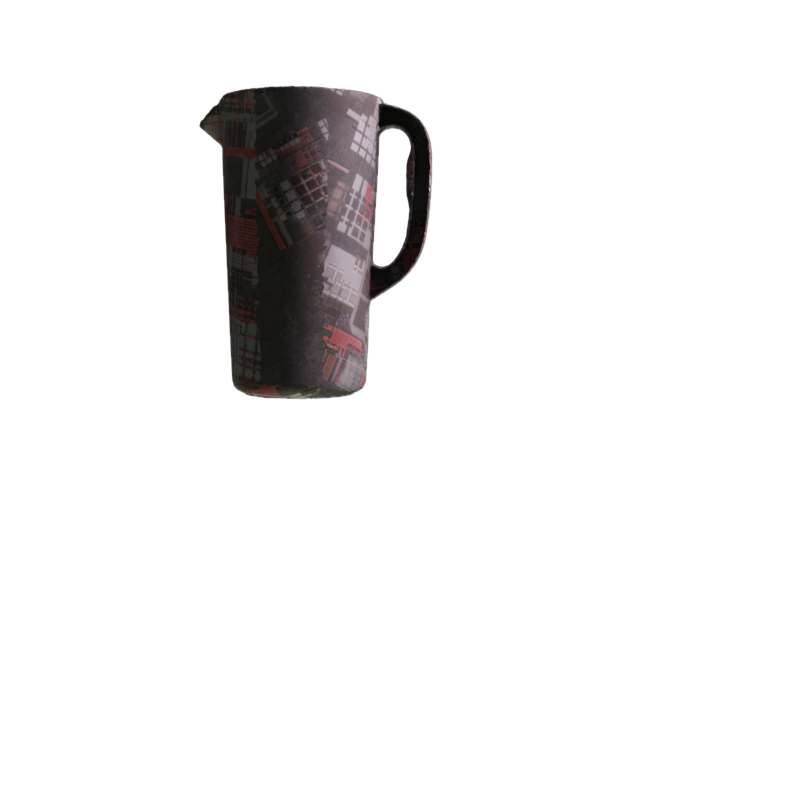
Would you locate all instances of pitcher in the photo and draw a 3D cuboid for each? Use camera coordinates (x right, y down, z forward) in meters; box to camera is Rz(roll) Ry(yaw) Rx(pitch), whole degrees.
[{"bbox_3d":[-0.070,-0.127,0.889,0.139,0.244,0.155,0,0,-40],"label":"pitcher"}]
